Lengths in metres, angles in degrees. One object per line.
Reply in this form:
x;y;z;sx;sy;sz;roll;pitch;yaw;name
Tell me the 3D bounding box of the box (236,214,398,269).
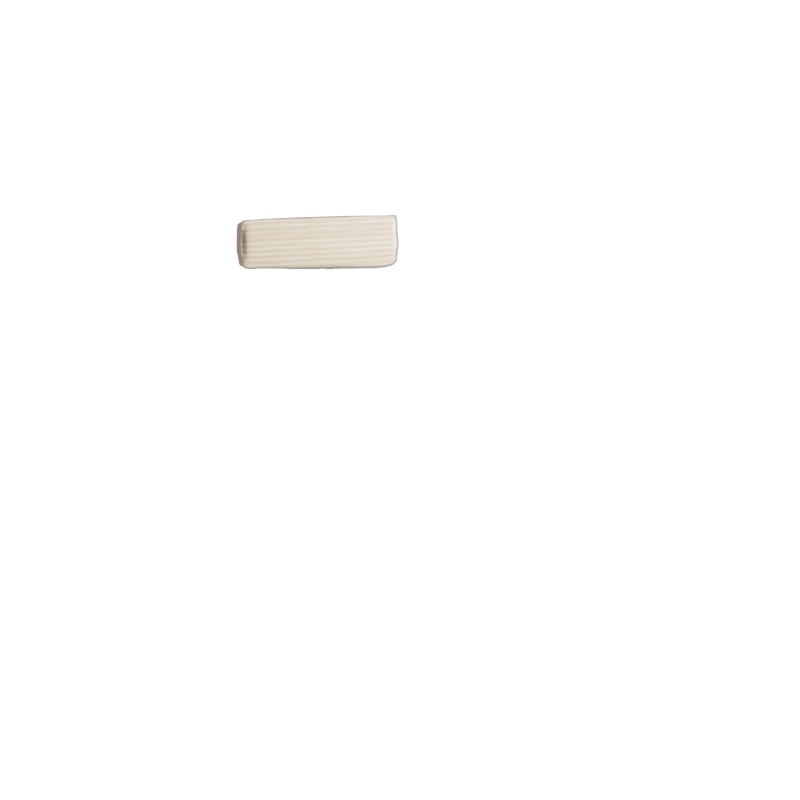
-0.064;-0.117;0.821;0.112;0.038;0.092;-1;8;-8;box
